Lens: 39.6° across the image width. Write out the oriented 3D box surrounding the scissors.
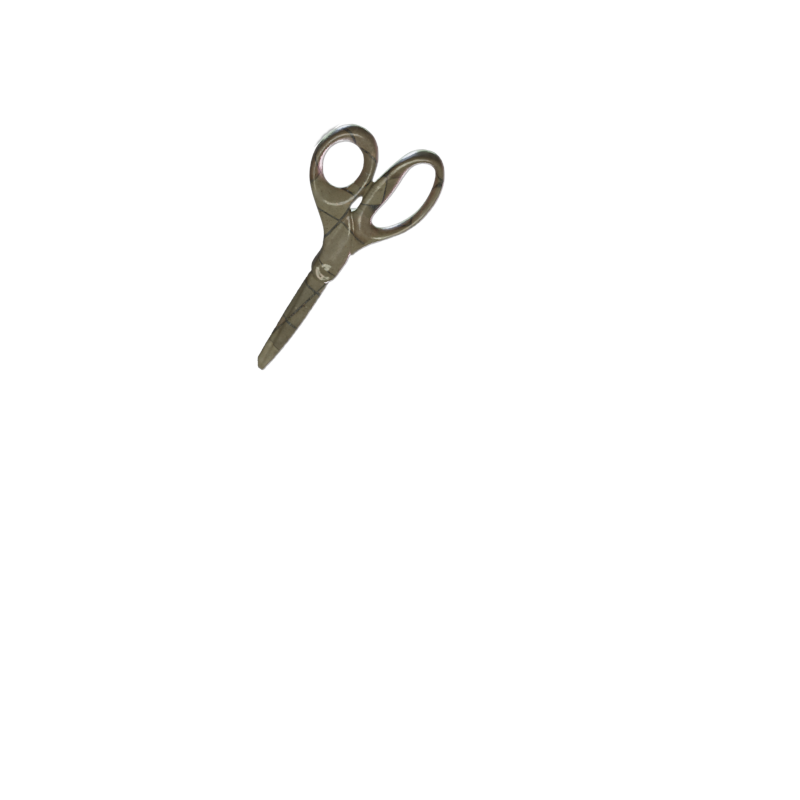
[{"bbox_3d":[-0.059,-0.107,0.748,0.200,0.091,0.017,-39,23,20],"label":"scissors"}]
